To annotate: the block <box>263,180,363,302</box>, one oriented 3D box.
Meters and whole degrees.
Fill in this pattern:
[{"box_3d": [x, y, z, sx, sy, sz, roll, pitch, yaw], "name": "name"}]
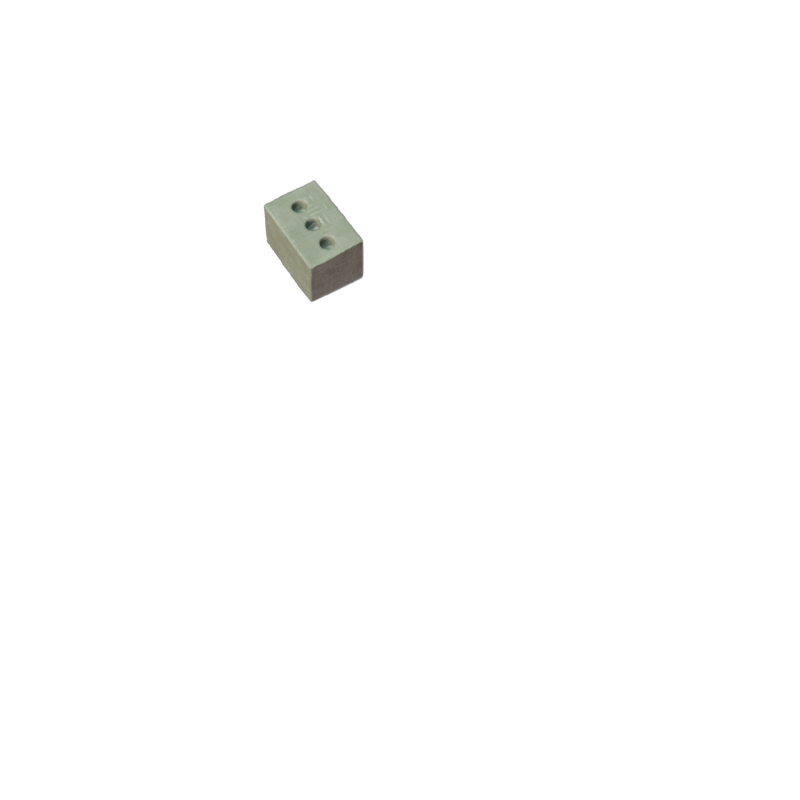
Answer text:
[{"box_3d": [-0.072, -0.132, 0.925, 0.053, 0.083, 0.048, -28, -28, -18], "name": "block"}]
